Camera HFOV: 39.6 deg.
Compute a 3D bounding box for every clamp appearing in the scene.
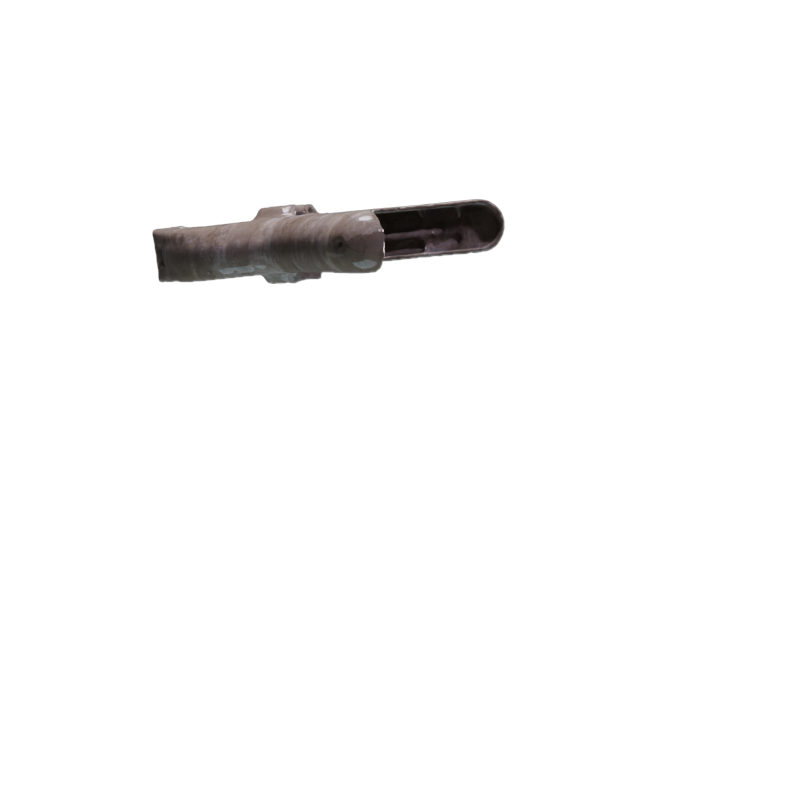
[{"bbox_3d":[-0.041,-0.074,0.518,0.179,0.039,0.116,6,8,41],"label":"clamp"}]
